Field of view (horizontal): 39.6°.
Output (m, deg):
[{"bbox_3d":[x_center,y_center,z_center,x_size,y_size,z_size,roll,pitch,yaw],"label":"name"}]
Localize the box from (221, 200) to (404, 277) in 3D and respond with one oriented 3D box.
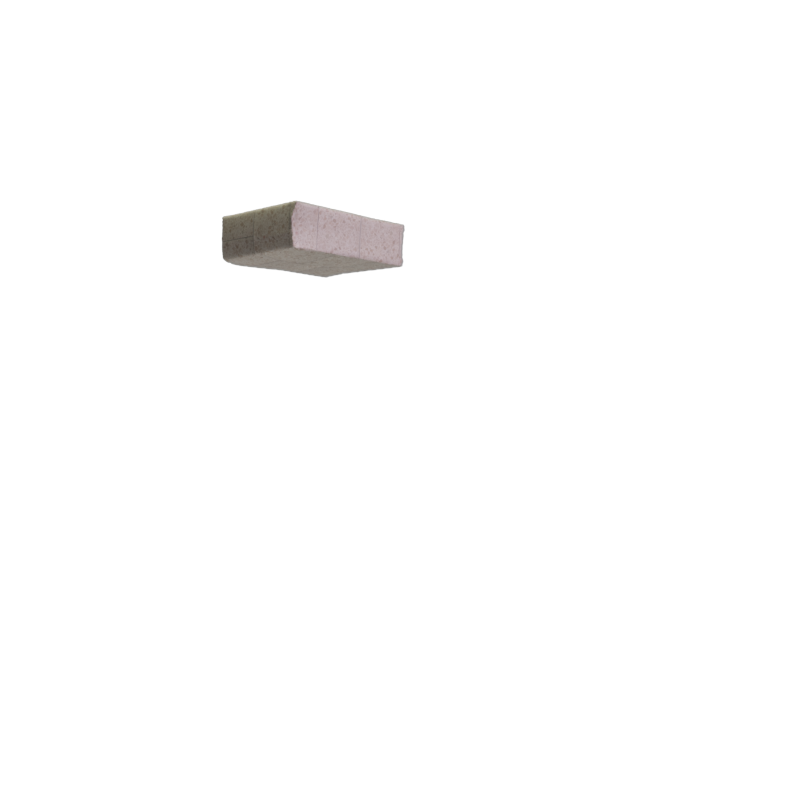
[{"bbox_3d":[-0.066,-0.121,0.848,0.108,0.040,0.092,3,-4,-43],"label":"box"}]
